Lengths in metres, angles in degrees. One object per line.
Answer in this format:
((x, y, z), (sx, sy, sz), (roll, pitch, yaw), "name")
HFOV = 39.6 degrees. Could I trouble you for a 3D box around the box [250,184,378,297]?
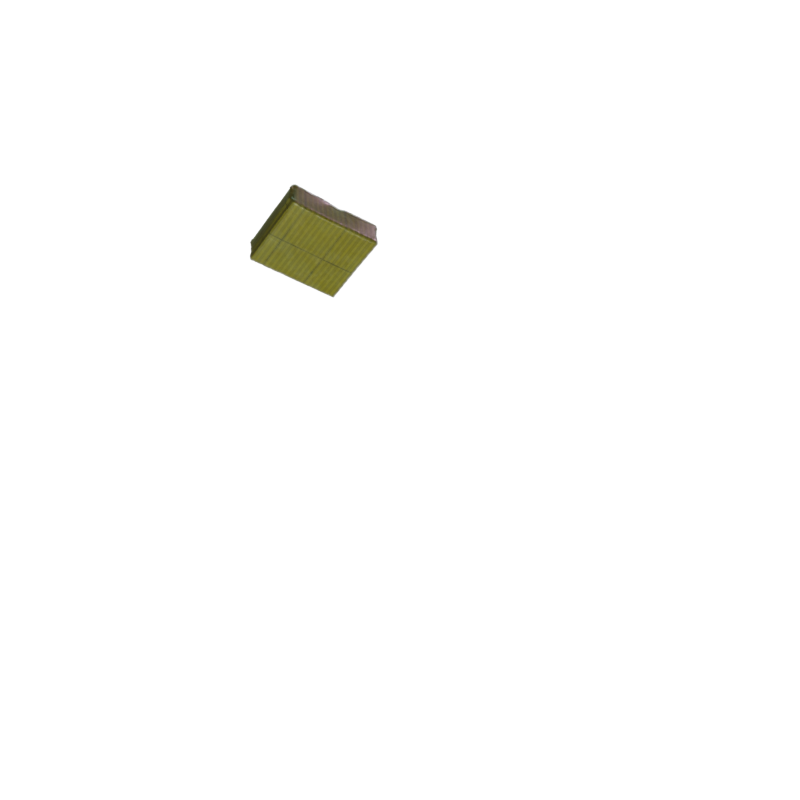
((-0.076, -0.138, 0.967), (0.086, 0.032, 0.071), (25, -54, -21), "box")
